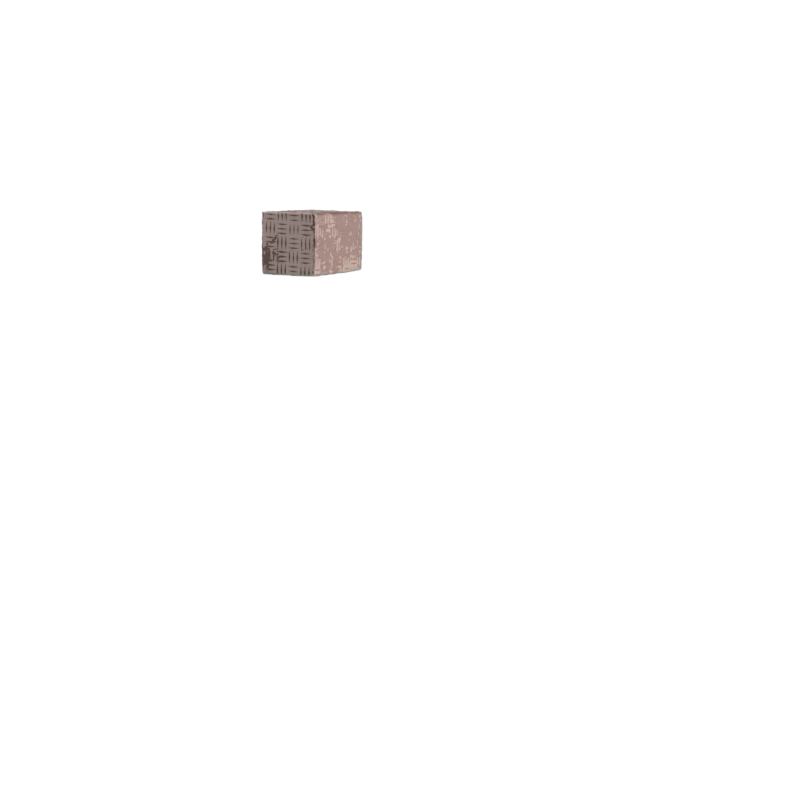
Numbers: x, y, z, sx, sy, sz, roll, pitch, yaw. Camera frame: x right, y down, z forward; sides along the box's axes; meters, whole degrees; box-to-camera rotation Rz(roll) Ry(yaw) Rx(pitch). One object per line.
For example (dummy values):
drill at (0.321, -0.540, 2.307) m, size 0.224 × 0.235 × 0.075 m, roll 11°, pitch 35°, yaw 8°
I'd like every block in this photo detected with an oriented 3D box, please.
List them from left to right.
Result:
block at (-0.072, -0.131, 0.915) m, size 0.055 × 0.051 × 0.076 m, roll 4°, pitch 10°, yaw 28°
